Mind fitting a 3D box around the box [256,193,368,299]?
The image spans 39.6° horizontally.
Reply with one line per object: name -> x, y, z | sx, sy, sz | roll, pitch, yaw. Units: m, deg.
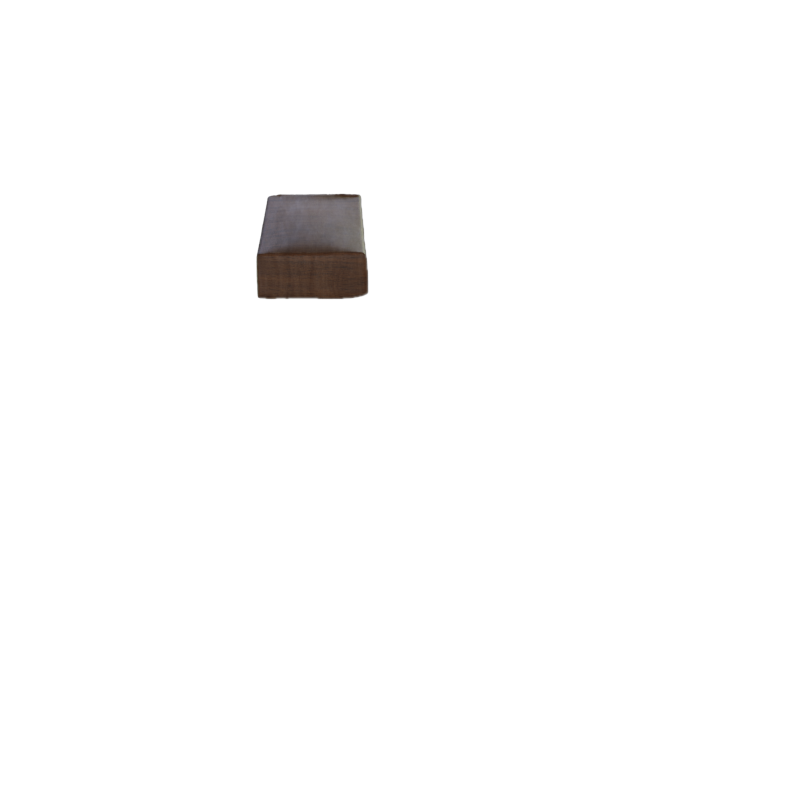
box -> -0.078, -0.142, 0.993 | 0.093, 0.045, 0.186 | -1, 28, -3
